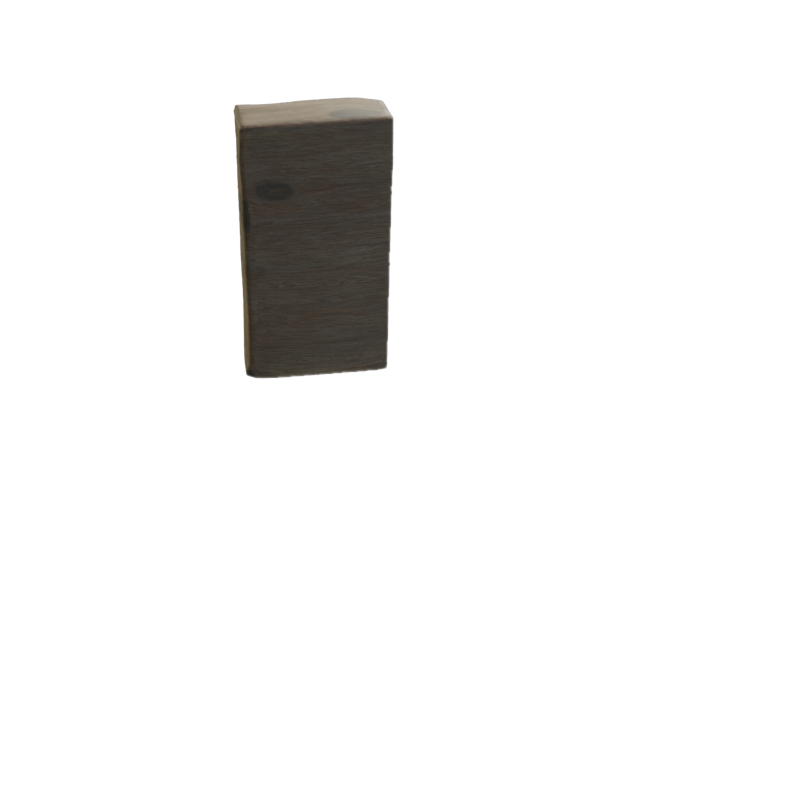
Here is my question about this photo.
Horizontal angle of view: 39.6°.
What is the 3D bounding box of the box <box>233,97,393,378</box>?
[{"bbox_3d":[-0.054,-0.099,0.692,0.092,0.166,0.051,-3,28,-9],"label":"box"}]
